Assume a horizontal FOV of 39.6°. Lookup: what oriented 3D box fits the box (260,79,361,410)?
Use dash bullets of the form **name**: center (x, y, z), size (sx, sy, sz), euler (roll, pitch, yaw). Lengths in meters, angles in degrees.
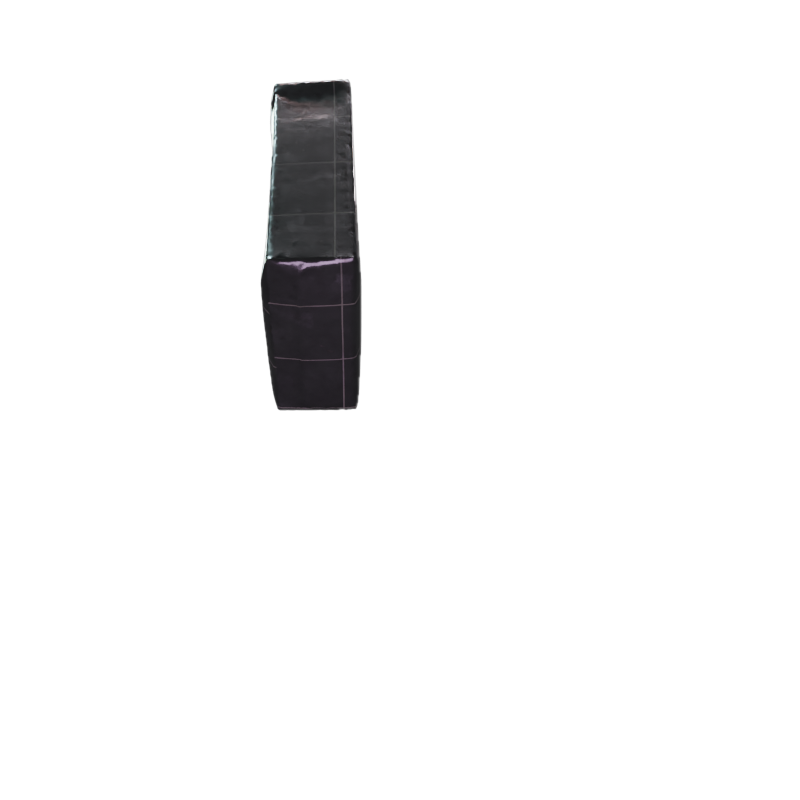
- **box**: center (-0.069, -0.125, 0.876), size (0.072, 0.230, 0.153), euler (-2, -43, -2)
